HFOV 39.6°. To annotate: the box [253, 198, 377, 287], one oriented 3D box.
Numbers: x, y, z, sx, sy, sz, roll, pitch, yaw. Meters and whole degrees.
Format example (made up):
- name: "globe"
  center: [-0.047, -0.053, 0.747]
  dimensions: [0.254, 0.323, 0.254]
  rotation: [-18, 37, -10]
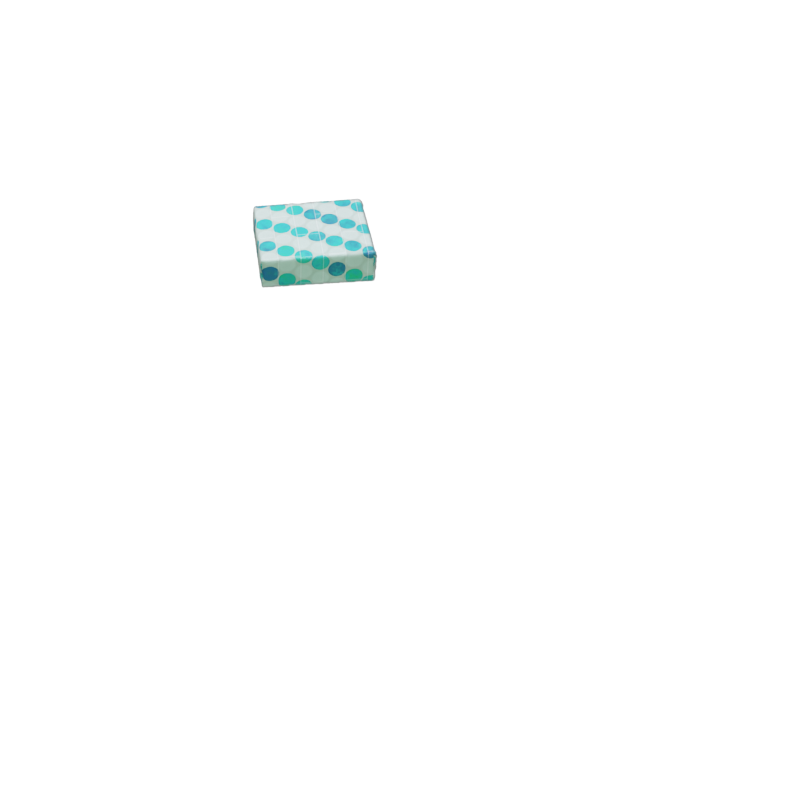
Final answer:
- name: "box"
  center: [-0.067, -0.123, 0.860]
  dimensions: [0.089, 0.028, 0.079]
  rotation: [-5, 41, -6]
